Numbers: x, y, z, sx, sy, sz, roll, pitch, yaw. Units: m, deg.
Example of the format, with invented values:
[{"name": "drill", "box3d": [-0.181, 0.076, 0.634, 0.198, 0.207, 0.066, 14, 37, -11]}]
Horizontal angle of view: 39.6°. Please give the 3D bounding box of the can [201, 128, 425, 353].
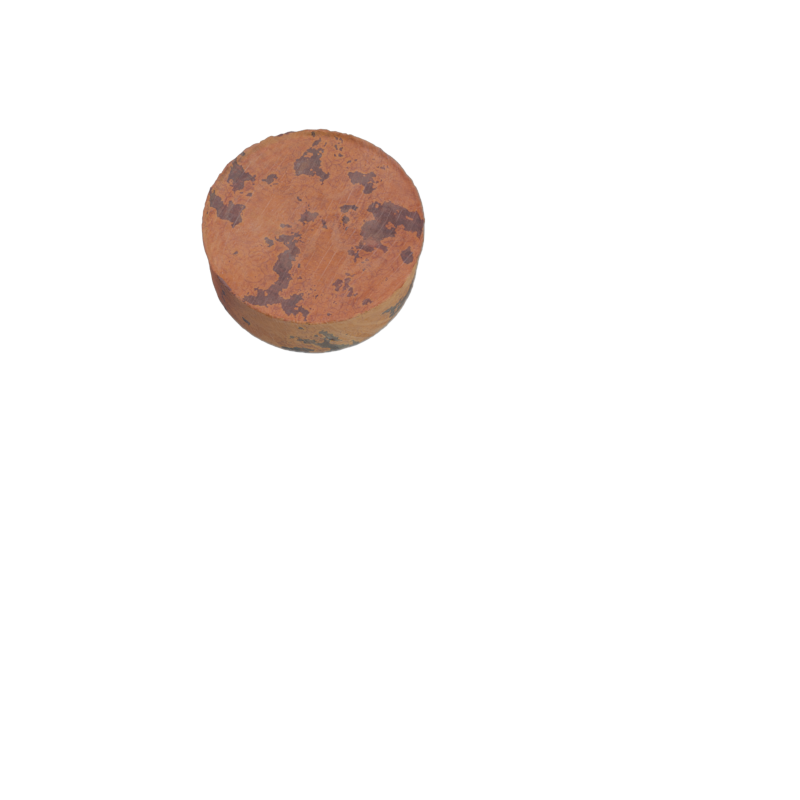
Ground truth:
[{"name": "can", "box3d": [-0.034, -0.063, 0.438, 0.086, 0.091, 0.032, -1, -26, -1]}]
